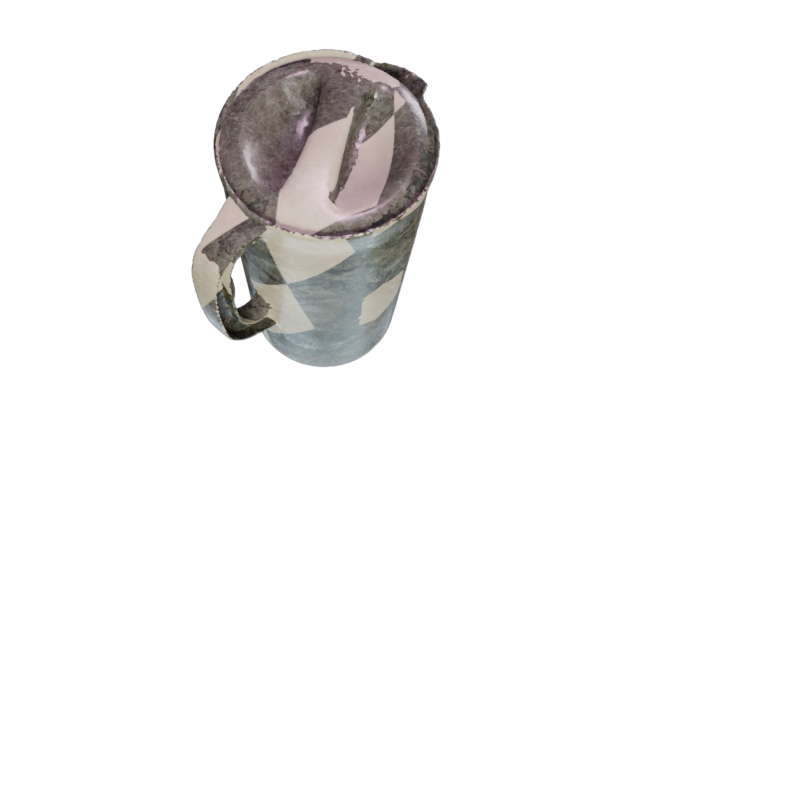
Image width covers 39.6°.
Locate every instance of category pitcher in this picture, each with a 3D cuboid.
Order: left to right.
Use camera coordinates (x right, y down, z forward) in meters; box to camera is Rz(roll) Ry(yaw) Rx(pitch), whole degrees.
[{"bbox_3d":[-0.059,-0.107,0.748,0.149,0.153,0.230,-2,-23,-4],"label":"pitcher"}]
